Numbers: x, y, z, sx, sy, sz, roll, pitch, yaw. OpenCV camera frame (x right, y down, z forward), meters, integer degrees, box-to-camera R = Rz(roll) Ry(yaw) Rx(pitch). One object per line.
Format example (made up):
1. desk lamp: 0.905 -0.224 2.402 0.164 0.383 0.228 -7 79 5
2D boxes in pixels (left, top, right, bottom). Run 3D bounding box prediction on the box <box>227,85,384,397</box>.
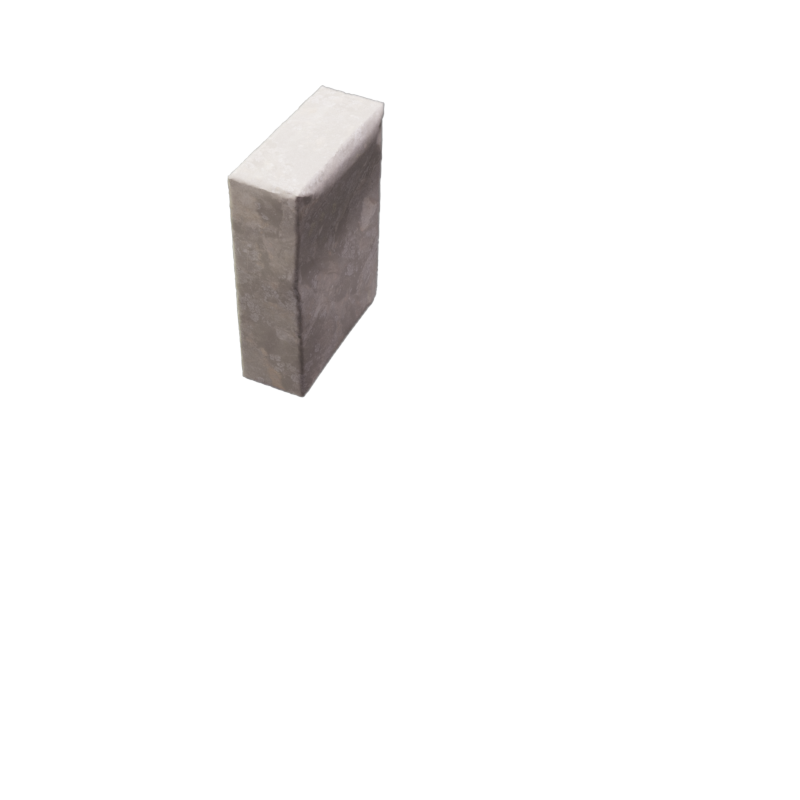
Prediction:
1. box: -0.075 -0.137 0.957 0.074 0.199 0.170 17 43 16
